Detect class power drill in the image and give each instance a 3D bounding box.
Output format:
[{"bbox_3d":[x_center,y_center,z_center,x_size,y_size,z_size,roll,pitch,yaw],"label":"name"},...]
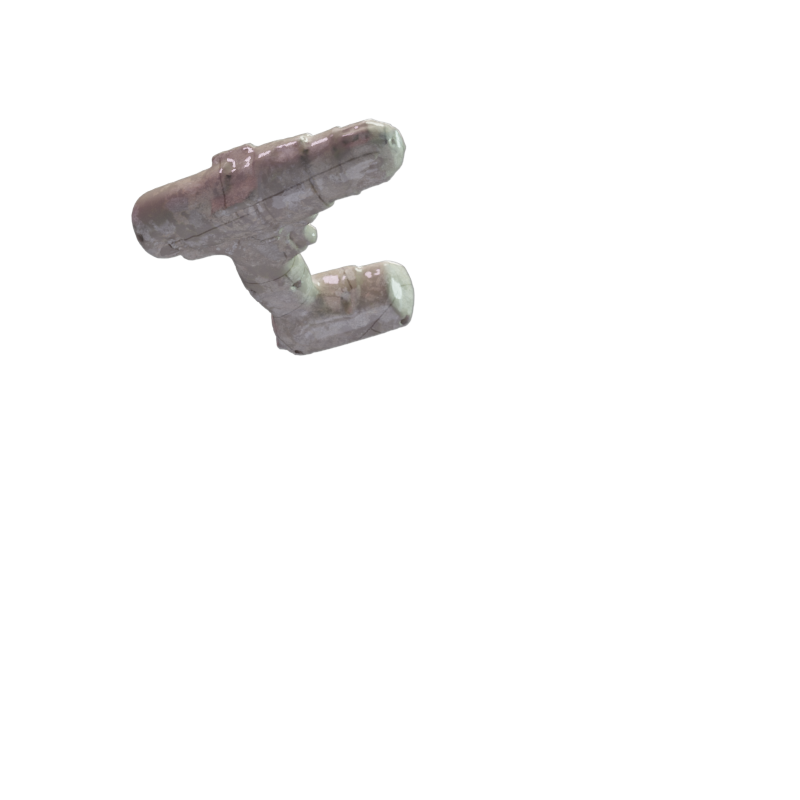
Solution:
[{"bbox_3d":[-0.058,-0.106,0.742,0.187,0.061,0.173,-13,-33,20],"label":"power drill"}]
